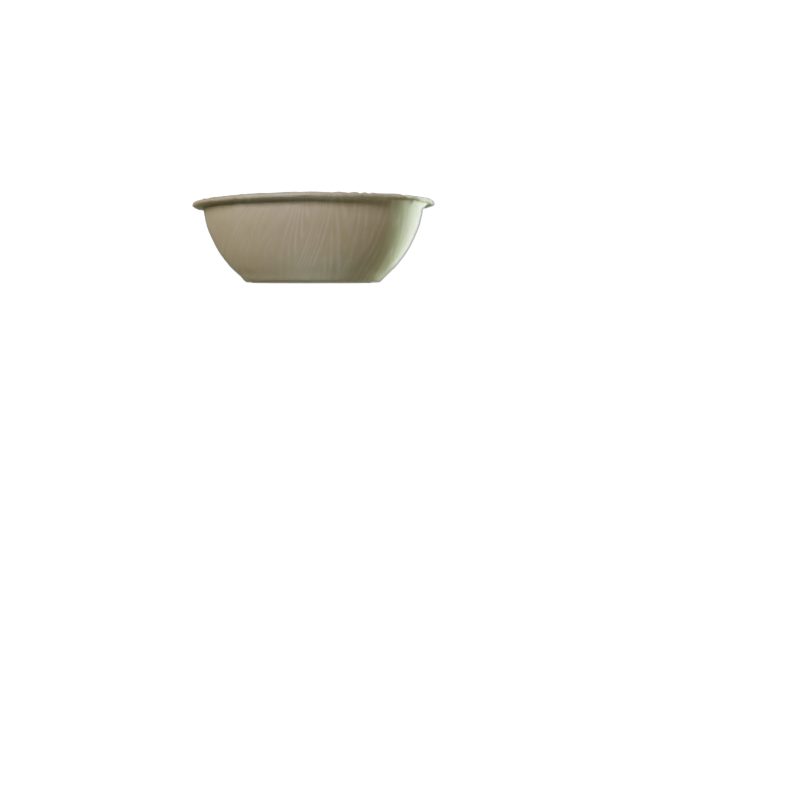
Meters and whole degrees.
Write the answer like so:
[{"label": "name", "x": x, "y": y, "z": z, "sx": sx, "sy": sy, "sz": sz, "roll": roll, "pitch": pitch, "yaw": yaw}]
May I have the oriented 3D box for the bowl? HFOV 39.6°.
[{"label": "bowl", "x": -0.058, "y": -0.106, "z": 0.743, "sx": 0.162, "sy": 0.055, "sz": 0.163, "roll": 0, "pitch": 5, "yaw": -2}]
